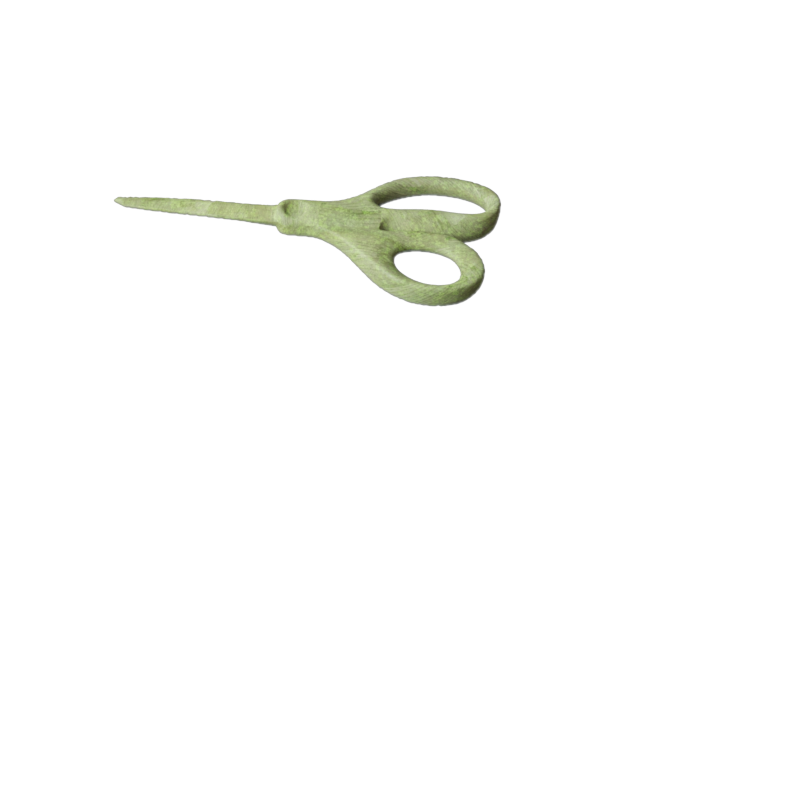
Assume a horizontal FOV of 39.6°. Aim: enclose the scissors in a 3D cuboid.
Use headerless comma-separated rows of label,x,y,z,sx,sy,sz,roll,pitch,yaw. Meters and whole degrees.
scissors,-0.044,-0.081,0.566,0.200,0.104,0.015,-6,-43,-6
